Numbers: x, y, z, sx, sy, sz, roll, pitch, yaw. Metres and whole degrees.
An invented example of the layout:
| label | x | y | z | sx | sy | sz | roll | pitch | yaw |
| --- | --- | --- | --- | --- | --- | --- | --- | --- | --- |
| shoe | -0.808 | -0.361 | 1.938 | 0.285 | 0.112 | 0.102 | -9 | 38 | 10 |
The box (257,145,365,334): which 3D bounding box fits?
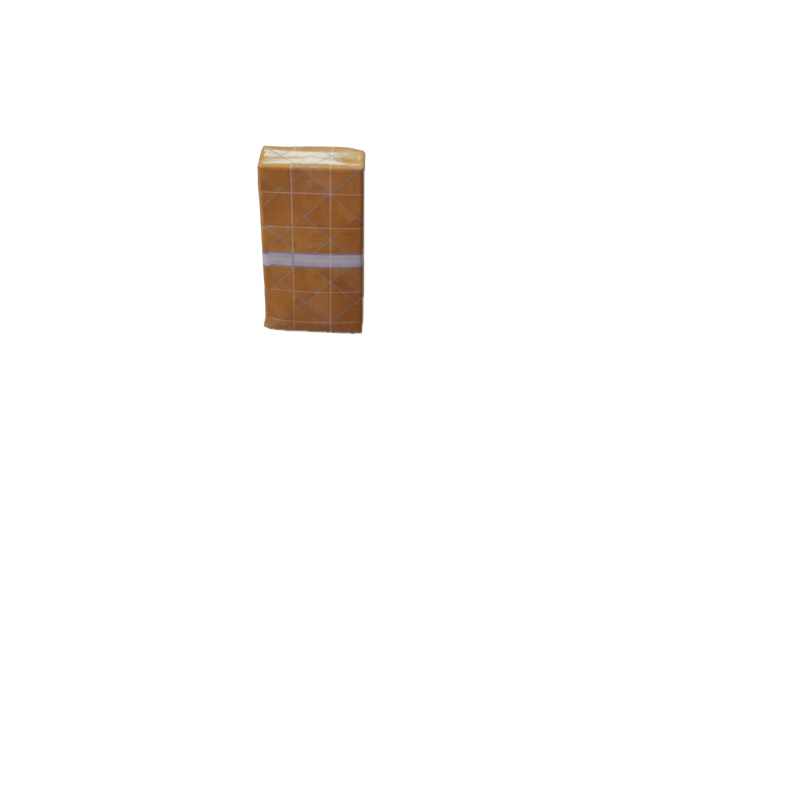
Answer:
| label | x | y | z | sx | sy | sz | roll | pitch | yaw |
| --- | --- | --- | --- | --- | --- | --- | --- | --- | --- |
| box | -0.078 | -0.143 | 0.998 | 0.094 | 0.165 | 0.051 | 4 | 33 | 2 |
